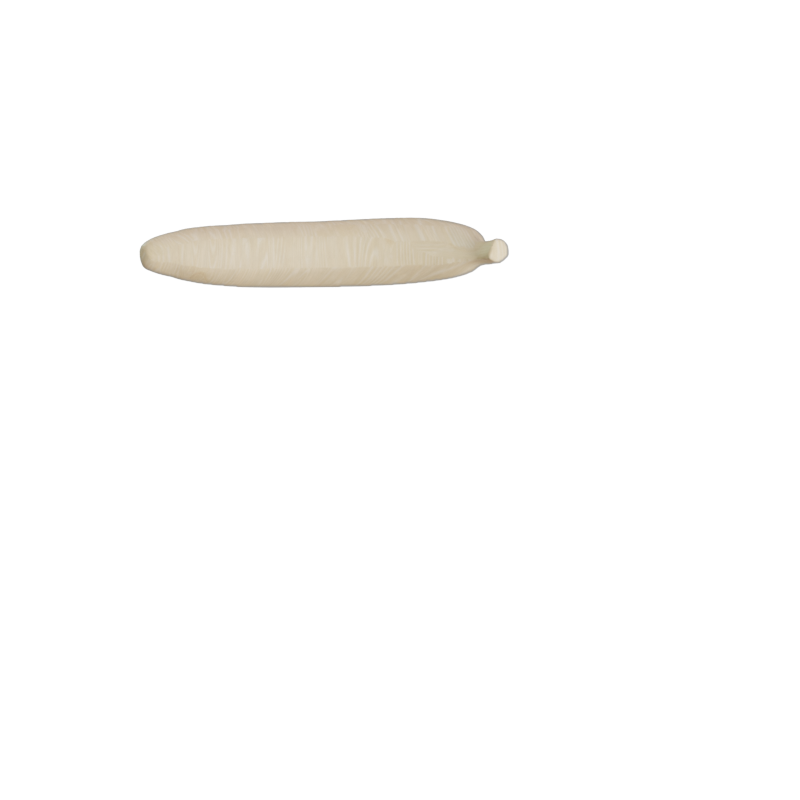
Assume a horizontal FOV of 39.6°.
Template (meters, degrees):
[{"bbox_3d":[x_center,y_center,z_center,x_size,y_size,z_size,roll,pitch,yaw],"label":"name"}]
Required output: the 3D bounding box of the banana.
[{"bbox_3d":[-0.040,-0.083,0.609,0.200,0.038,0.067,-1,-7,11],"label":"banana"}]
